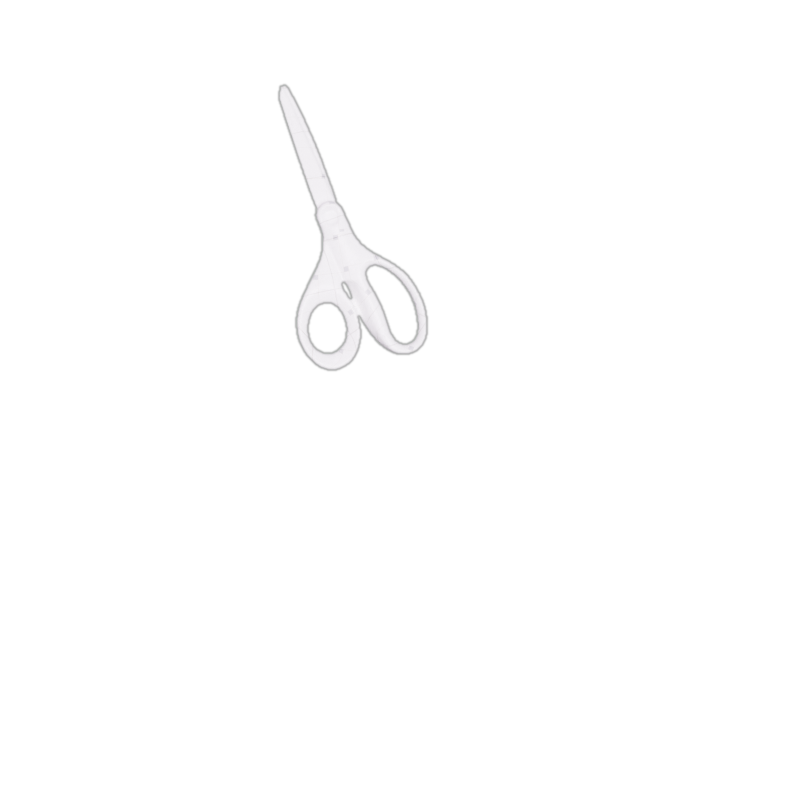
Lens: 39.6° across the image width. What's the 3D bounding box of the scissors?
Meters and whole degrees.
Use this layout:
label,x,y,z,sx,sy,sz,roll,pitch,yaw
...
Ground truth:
label,x,y,z,sx,sy,sz,roll,pitch,yaw
scissors,-0.059,-0.108,0.756,0.096,0.204,0.015,-35,-5,-4
